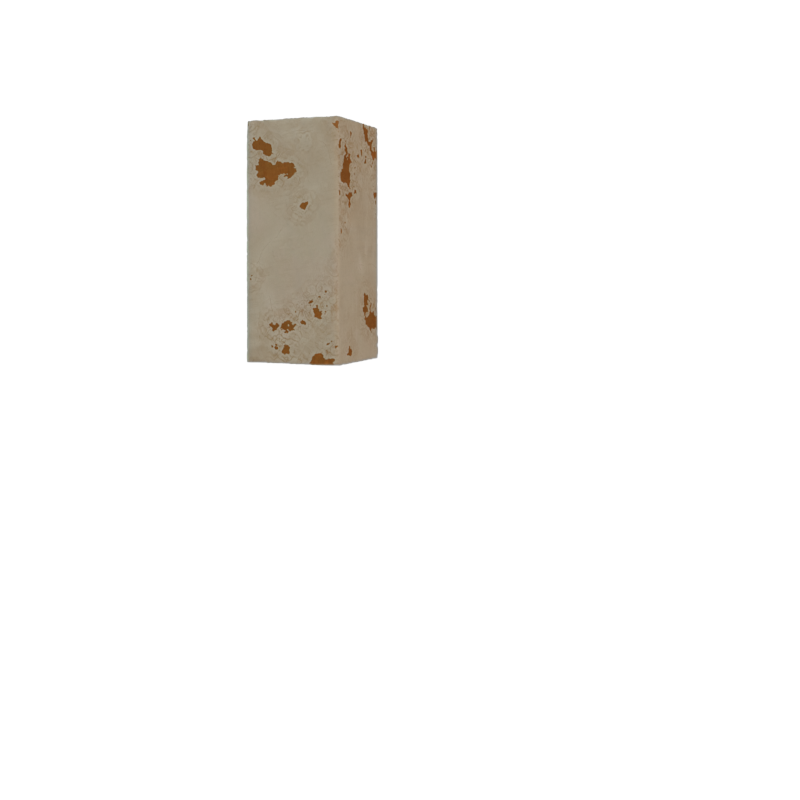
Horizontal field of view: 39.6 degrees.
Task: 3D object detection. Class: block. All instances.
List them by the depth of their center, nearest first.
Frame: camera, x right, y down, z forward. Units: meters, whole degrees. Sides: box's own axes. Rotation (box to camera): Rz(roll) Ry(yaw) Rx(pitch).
[{"bbox_3d":[-0.076,-0.138,0.968,0.093,0.207,0.088,0,0,22],"label":"block"}]
